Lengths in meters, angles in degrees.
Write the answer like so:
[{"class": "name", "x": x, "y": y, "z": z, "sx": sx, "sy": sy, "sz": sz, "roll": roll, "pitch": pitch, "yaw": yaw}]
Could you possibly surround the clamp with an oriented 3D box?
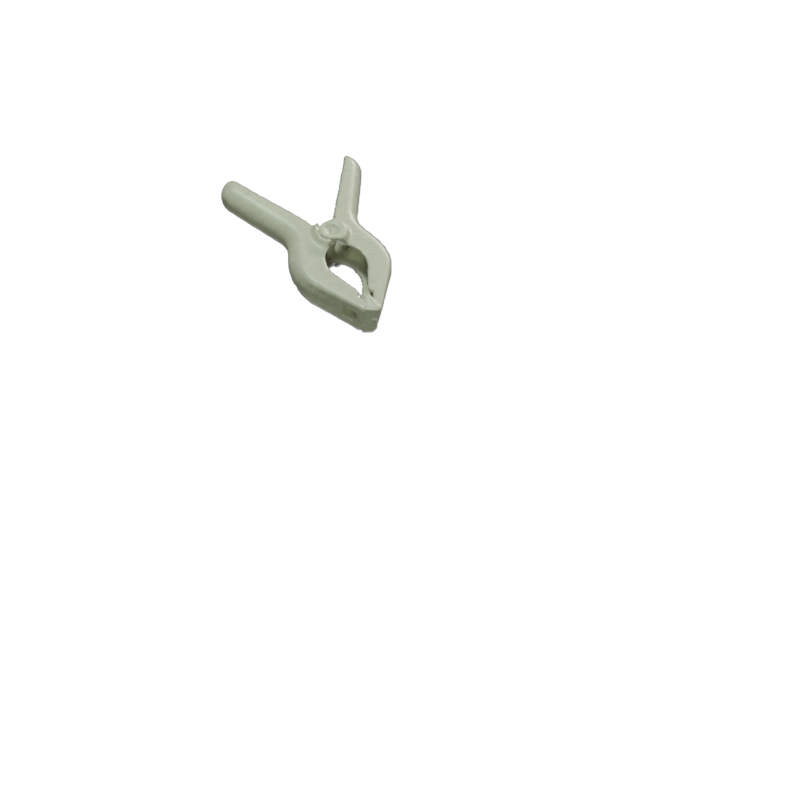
[{"class": "clamp", "x": -0.067, "y": -0.123, "z": 0.862, "sx": 0.119, "sy": 0.185, "sz": 0.036, "roll": -13, "pitch": -39, "yaw": -11}]
